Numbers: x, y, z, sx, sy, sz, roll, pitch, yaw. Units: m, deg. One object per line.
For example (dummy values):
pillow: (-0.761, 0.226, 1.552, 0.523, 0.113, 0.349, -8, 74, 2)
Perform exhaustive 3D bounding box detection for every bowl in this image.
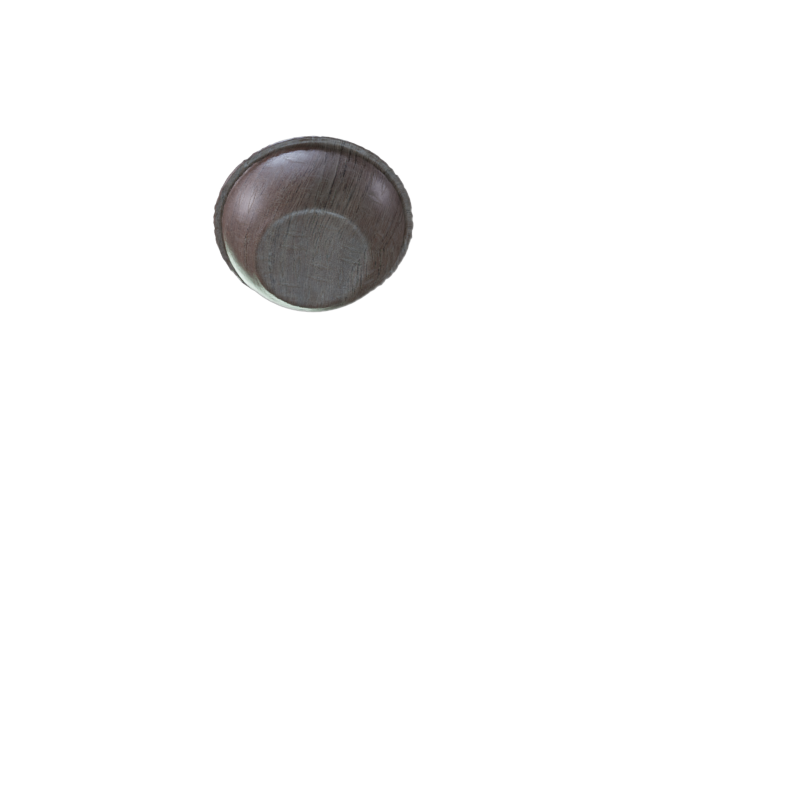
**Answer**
bowl: (-0.069, -0.125, 0.875, 0.162, 0.152, 0.059, 1, 34, -1)
